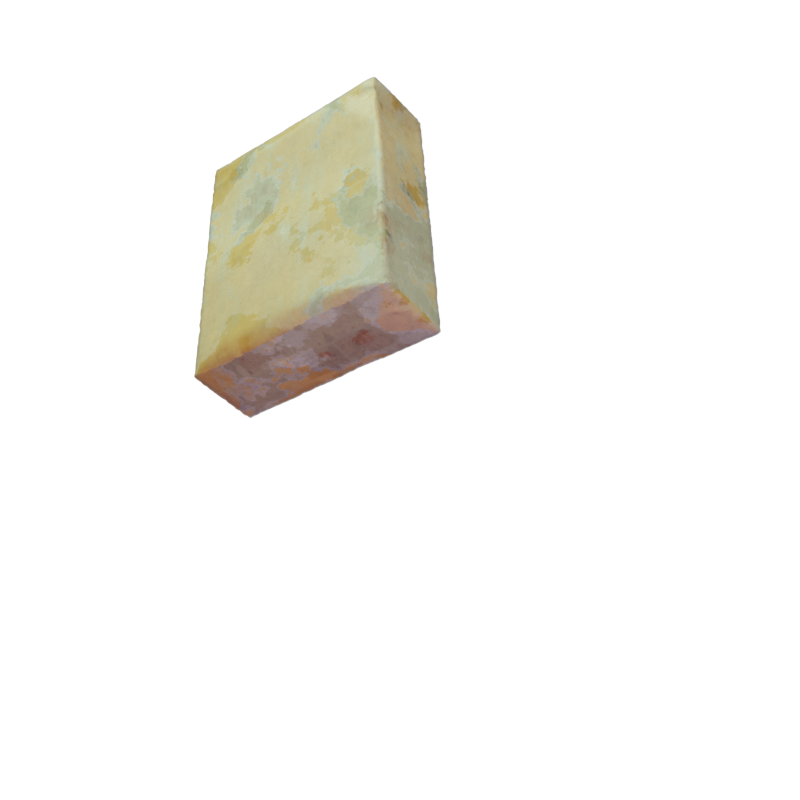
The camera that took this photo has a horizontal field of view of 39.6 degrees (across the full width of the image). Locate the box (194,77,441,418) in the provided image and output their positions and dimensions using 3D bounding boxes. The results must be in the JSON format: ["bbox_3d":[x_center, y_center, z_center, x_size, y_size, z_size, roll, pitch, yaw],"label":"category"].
[{"bbox_3d":[-0.063,-0.116,0.810,0.164,0.229,0.067,-25,-44,25],"label":"box"}]
